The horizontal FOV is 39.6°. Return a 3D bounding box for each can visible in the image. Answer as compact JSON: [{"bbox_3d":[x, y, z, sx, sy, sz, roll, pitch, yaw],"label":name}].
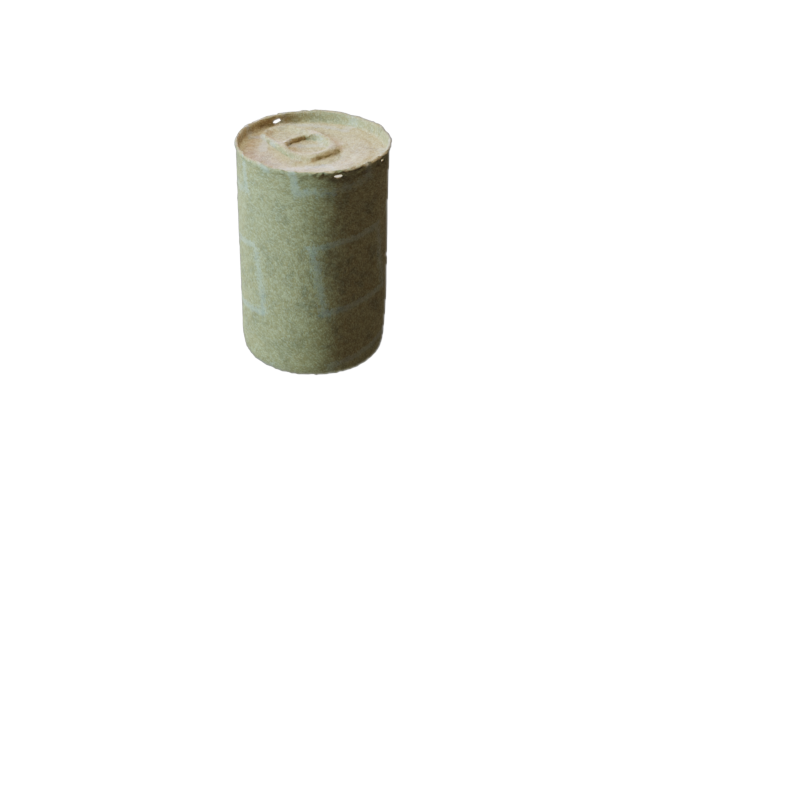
[{"bbox_3d":[-0.039,-0.072,0.501,0.068,0.096,0.073,0,32,-3],"label":"can"}]
